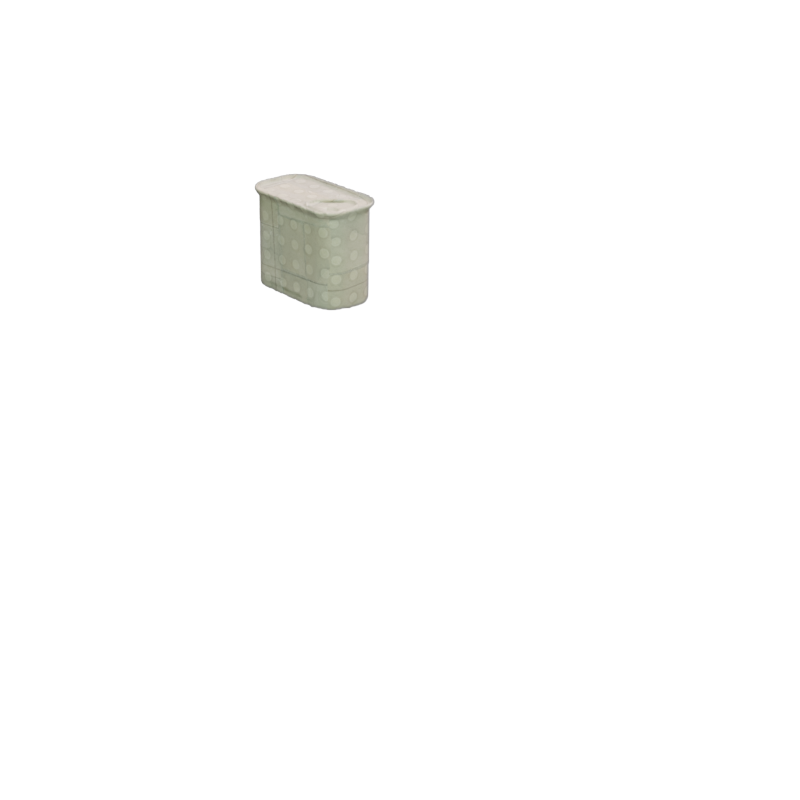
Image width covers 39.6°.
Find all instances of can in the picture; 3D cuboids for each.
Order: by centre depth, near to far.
[{"bbox_3d":[-0.069,-0.126,0.884,0.057,0.080,0.109,-19,31,-38],"label":"can"}]
